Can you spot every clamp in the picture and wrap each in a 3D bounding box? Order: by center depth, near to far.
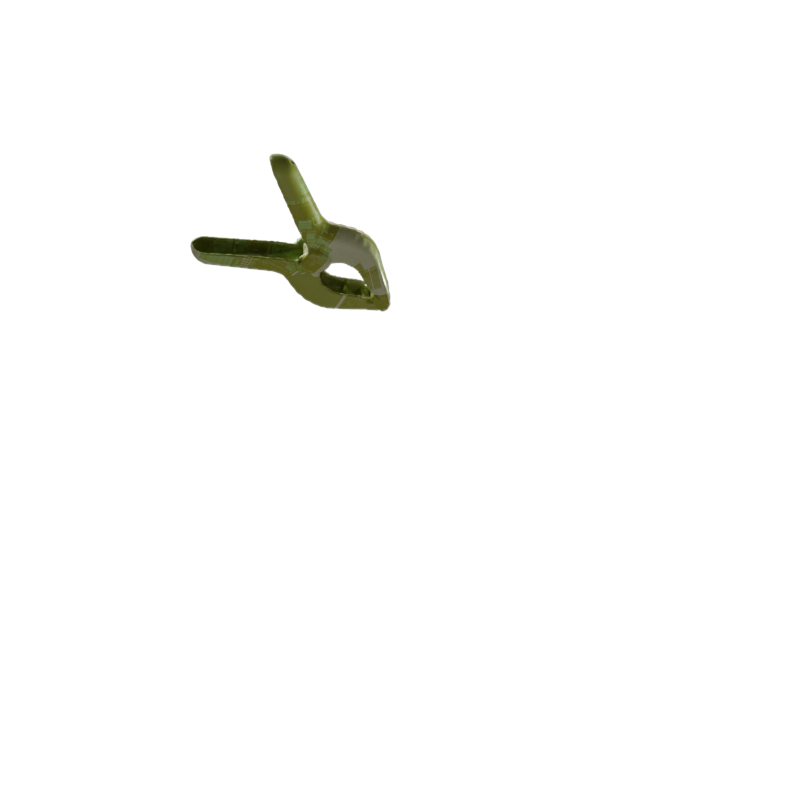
[{"bbox_3d":[-0.071,-0.129,0.901,0.164,0.042,0.117,21,-46,-23],"label":"clamp"}]
